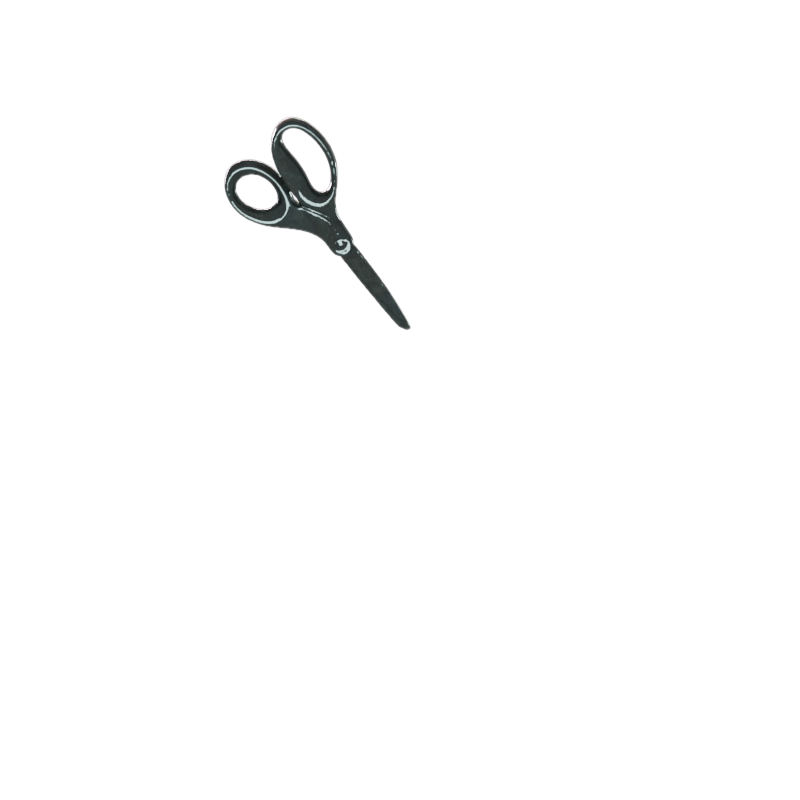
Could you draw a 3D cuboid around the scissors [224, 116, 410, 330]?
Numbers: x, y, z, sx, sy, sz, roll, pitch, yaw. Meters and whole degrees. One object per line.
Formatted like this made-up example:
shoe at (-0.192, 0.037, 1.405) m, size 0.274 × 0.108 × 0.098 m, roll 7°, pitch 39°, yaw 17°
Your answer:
scissors at (-0.067, -0.123, 0.859) m, size 0.097 × 0.189 × 0.017 m, roll -17°, pitch 27°, yaw 9°
